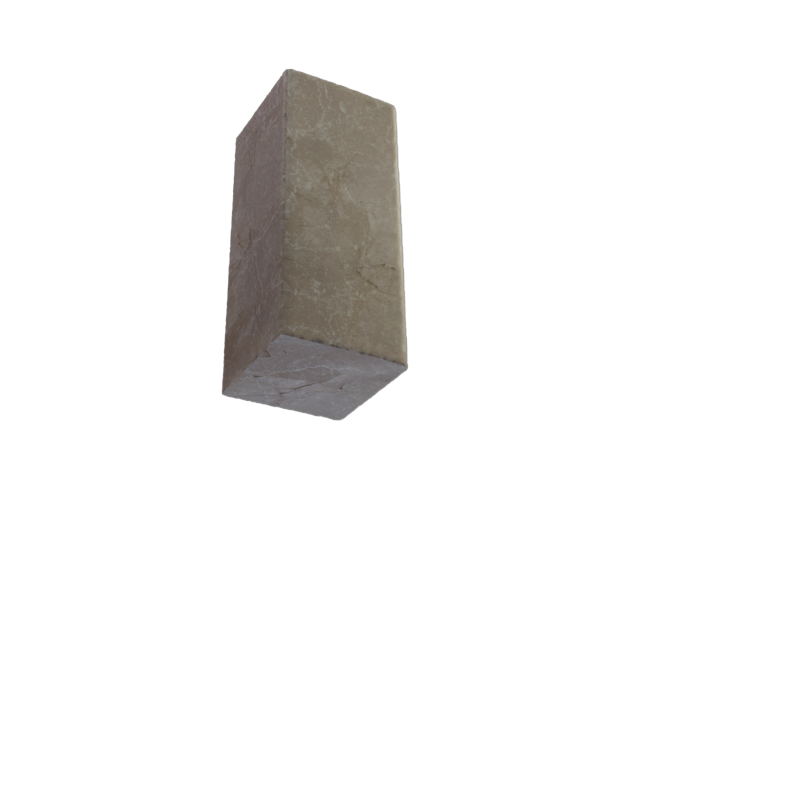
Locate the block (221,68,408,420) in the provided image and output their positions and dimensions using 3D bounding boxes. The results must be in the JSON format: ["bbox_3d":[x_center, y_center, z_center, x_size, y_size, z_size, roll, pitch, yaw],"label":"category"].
[{"bbox_3d":[-0.057,-0.106,0.740,0.086,0.220,0.089,15,-35,-26],"label":"block"}]
